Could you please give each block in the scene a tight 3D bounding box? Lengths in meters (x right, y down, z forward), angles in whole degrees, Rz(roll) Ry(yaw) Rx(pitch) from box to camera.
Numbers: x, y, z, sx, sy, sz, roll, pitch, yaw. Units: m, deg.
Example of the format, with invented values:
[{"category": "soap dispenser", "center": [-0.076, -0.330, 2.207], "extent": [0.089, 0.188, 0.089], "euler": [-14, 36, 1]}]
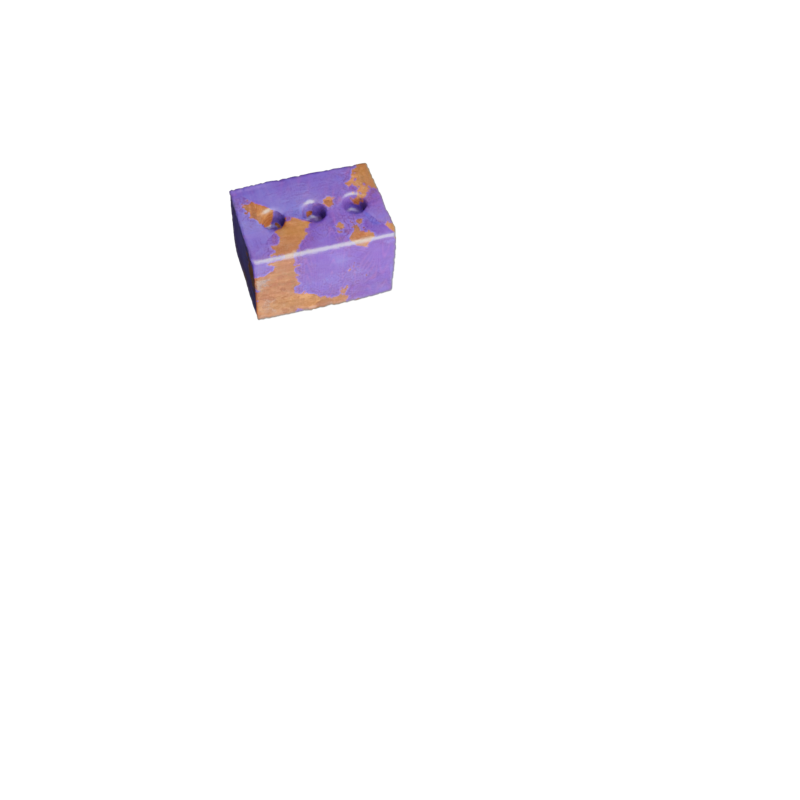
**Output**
[{"category": "block", "center": [-0.046, -0.084, 0.588], "extent": [0.077, 0.057, 0.048], "euler": [-14, -34, -11]}]
